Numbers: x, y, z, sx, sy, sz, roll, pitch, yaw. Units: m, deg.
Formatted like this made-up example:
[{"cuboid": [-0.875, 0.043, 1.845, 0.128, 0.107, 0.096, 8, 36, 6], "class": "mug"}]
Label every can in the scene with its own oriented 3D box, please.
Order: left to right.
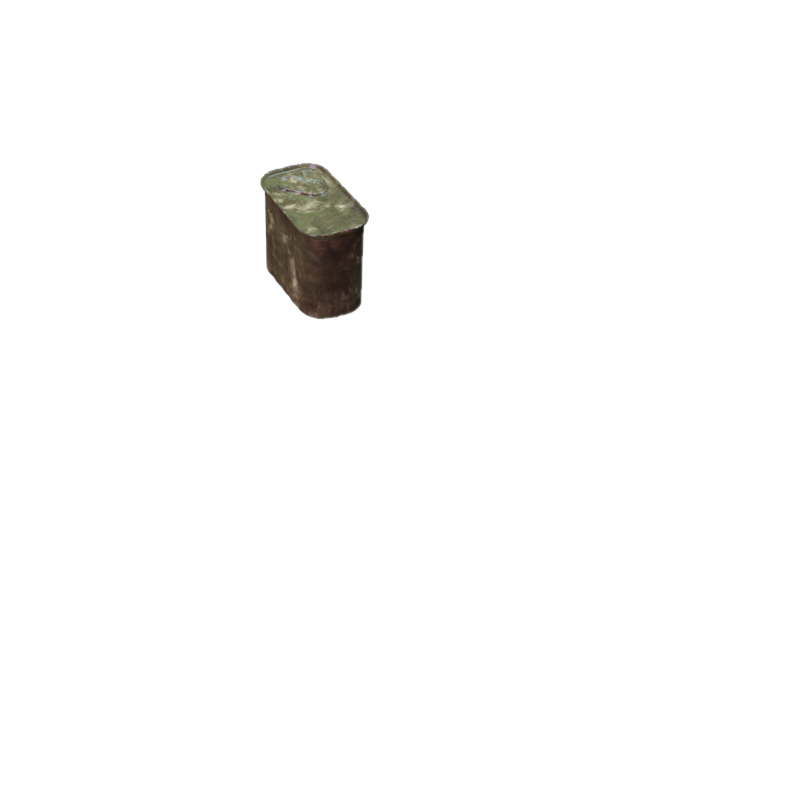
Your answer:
[{"cuboid": [-0.068, -0.124, 0.871, 0.057, 0.078, 0.110, -17, 43, -22], "class": "can"}]
